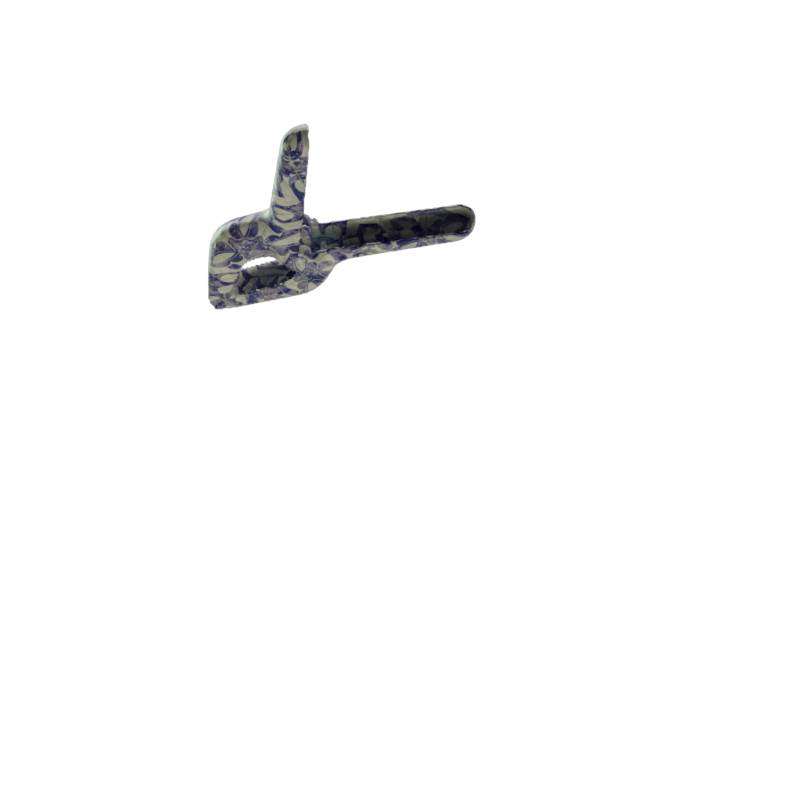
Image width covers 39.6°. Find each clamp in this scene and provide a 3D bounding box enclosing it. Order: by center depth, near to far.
[{"bbox_3d":[-0.062,-0.113,0.794,0.156,0.039,0.208,18,-31,-32],"label":"clamp"}]
